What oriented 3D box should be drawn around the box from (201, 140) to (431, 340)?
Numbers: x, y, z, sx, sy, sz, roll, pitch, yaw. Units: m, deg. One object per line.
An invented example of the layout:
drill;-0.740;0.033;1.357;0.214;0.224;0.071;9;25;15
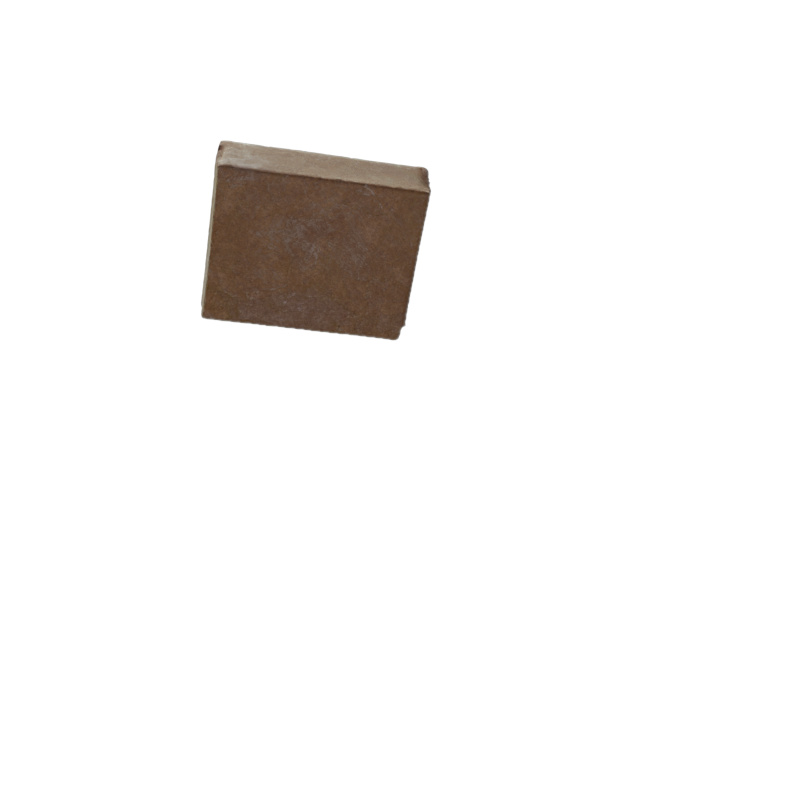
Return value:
box;-0.037;-0.067;0.470;0.089;0.069;0.032;7;31;-5
